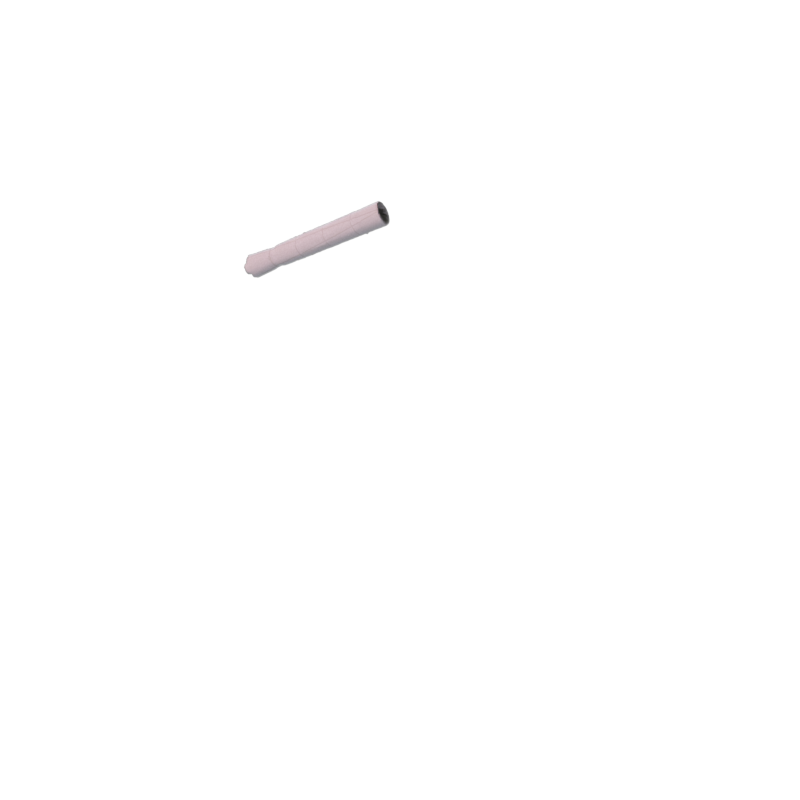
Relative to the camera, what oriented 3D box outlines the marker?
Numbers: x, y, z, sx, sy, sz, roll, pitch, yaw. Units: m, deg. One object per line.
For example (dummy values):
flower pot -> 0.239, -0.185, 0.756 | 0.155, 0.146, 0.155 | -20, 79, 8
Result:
marker -> -0.064, -0.117, 0.822 | 0.122, 0.020, 0.019 | -18, -4, 25
